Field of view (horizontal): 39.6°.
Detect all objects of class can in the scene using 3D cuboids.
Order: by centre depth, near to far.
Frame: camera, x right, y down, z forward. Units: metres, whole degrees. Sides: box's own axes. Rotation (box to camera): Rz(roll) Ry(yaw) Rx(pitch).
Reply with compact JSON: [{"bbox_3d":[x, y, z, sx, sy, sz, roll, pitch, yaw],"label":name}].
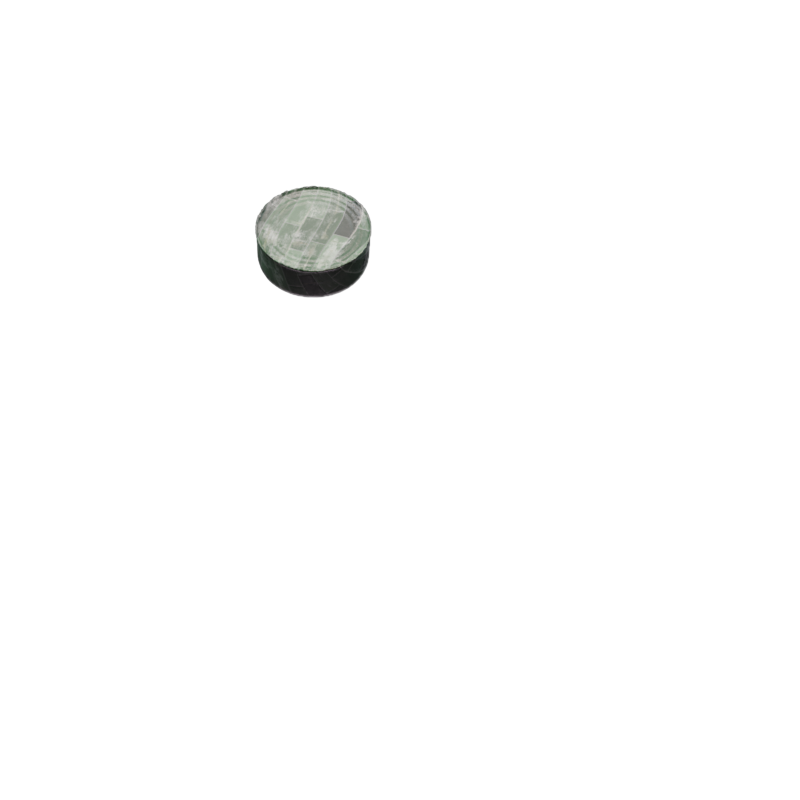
[{"bbox_3d":[-0.065,-0.118,0.827,0.086,0.092,0.031,-1,-39,-1],"label":"can"}]
